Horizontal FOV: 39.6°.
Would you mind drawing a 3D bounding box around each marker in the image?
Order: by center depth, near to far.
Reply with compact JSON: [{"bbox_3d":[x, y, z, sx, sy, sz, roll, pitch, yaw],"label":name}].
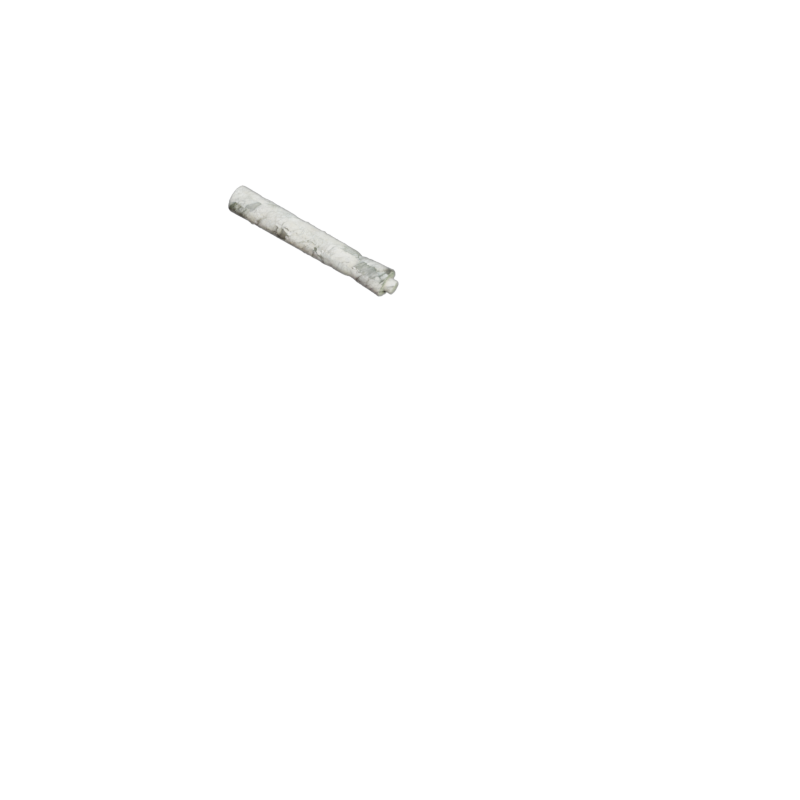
[{"bbox_3d":[-0.054,-0.099,0.692,0.126,0.019,0.019,31,14,18],"label":"marker"}]
